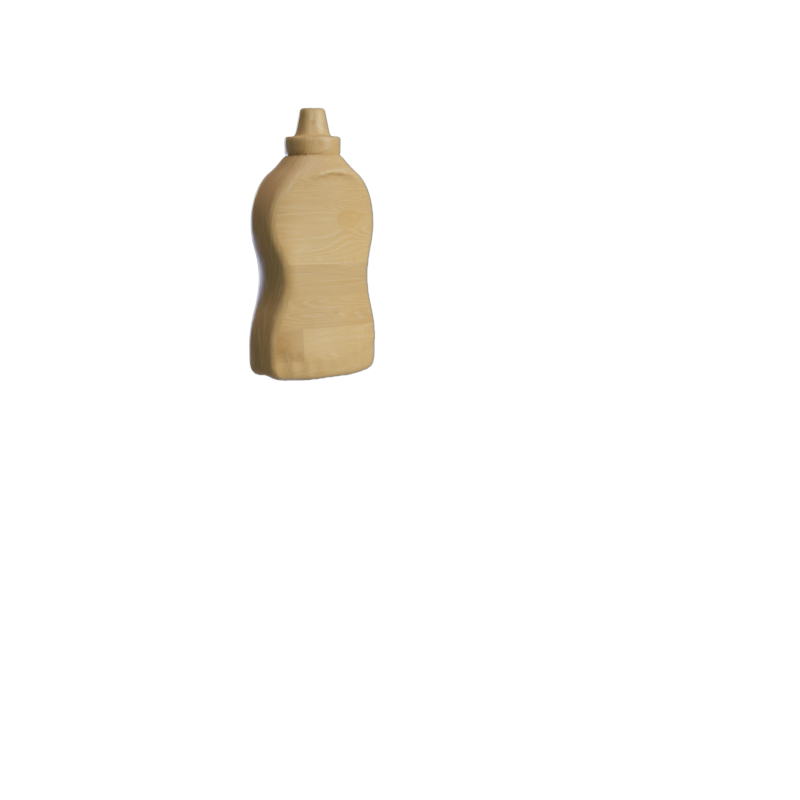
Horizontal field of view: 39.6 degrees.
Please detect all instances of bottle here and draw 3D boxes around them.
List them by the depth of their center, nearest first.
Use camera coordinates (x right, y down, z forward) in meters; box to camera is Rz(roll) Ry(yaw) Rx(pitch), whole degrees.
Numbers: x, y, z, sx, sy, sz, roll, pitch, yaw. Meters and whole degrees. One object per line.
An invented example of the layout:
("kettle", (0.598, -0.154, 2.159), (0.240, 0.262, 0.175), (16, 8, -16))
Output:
("bottle", (-0.063, -0.114, 0.802), (0.093, 0.190, 0.061), (-4, 6, -37))
